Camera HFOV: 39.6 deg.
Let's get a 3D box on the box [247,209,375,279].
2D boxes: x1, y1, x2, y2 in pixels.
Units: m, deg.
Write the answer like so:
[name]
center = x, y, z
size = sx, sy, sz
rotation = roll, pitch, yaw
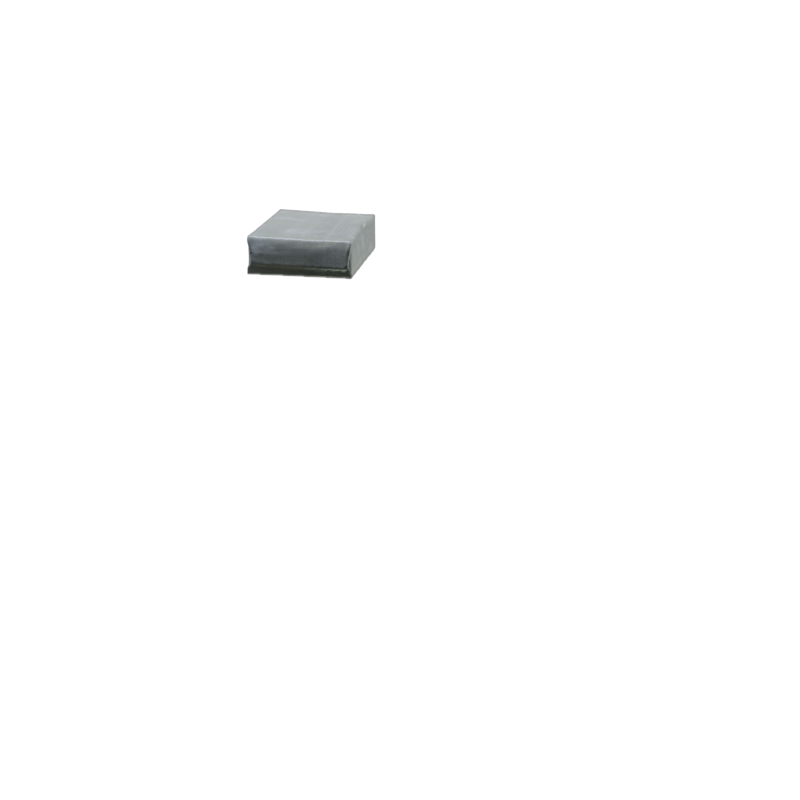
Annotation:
[box]
center = -0.061, -0.111, 0.777
size = 0.074, 0.029, 0.091
rotation = 4, 21, 10
